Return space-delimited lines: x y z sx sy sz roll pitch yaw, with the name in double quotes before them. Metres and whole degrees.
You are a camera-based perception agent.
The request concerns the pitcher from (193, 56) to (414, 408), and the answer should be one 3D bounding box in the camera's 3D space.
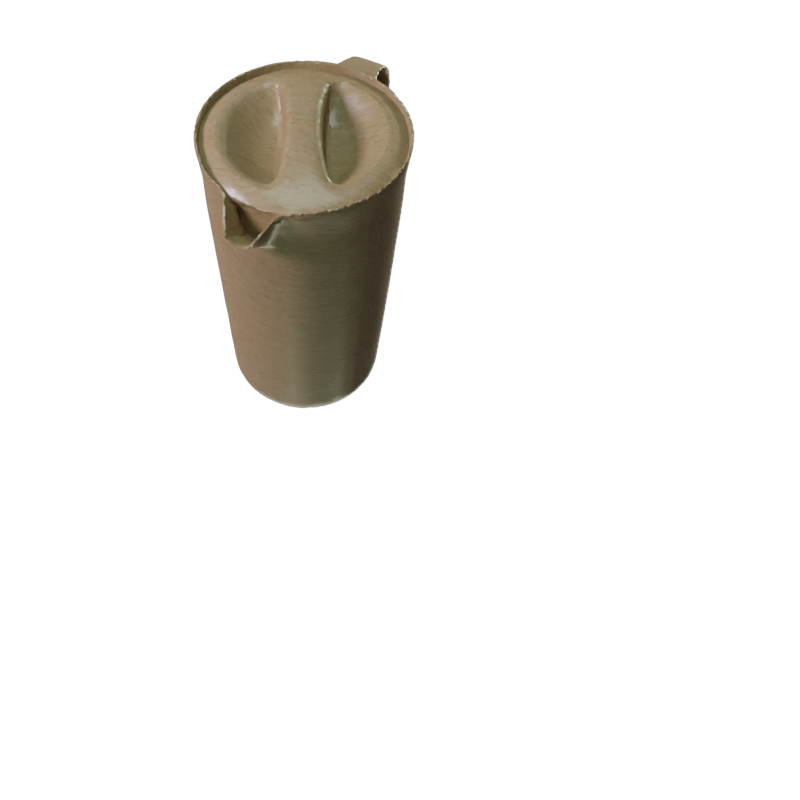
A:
"pitcher" -0.060 -0.109 0.762 0.148 0.156 0.227 -15 -33 -13
